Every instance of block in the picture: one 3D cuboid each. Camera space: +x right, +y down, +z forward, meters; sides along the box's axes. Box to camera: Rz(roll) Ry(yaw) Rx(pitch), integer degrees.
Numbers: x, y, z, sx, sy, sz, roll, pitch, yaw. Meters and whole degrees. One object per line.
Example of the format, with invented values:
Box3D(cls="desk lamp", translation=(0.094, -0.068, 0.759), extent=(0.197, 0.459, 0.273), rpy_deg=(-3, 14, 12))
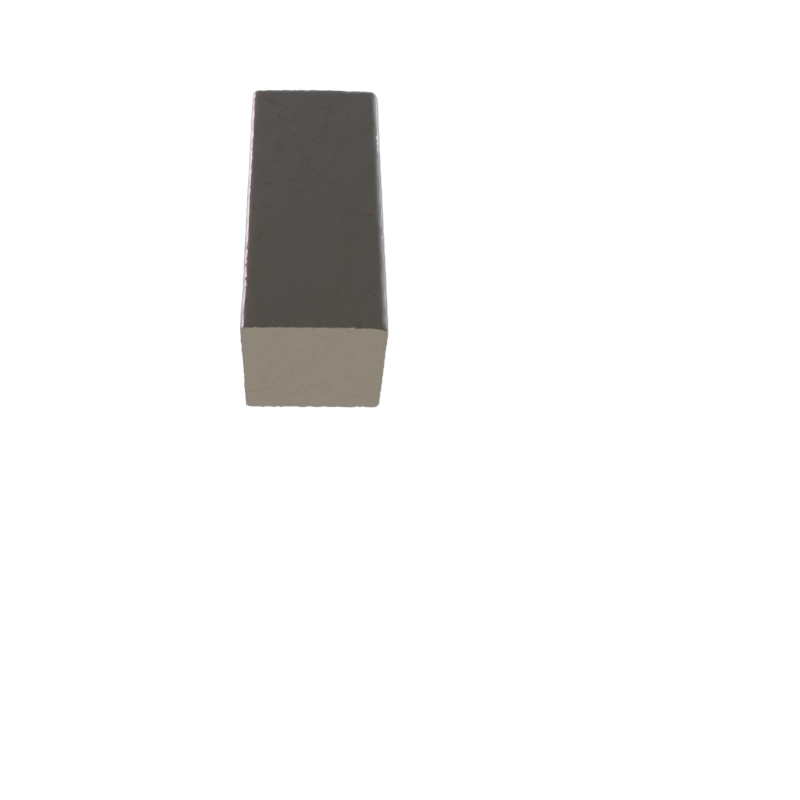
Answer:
Box3D(cls="block", translation=(-0.058, -0.108, 0.753), extent=(0.090, 0.221, 0.085), rpy_deg=(0, -36, -4))
